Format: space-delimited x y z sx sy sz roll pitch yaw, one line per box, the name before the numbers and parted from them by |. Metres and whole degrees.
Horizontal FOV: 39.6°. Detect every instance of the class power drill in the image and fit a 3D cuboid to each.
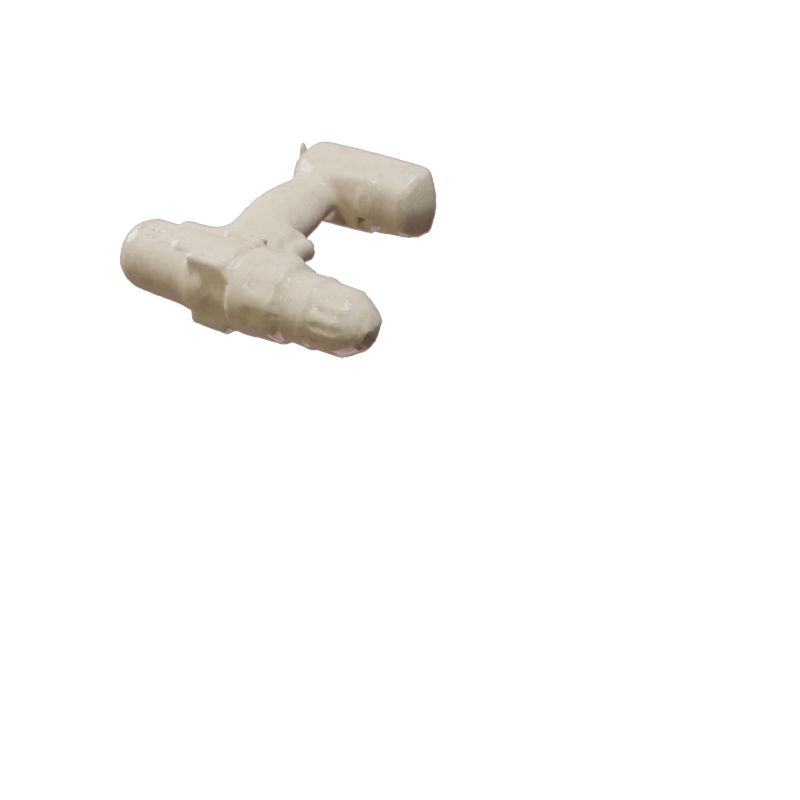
power drill | -0.055 -0.101 0.706 0.194 0.054 0.189 21 38 28
